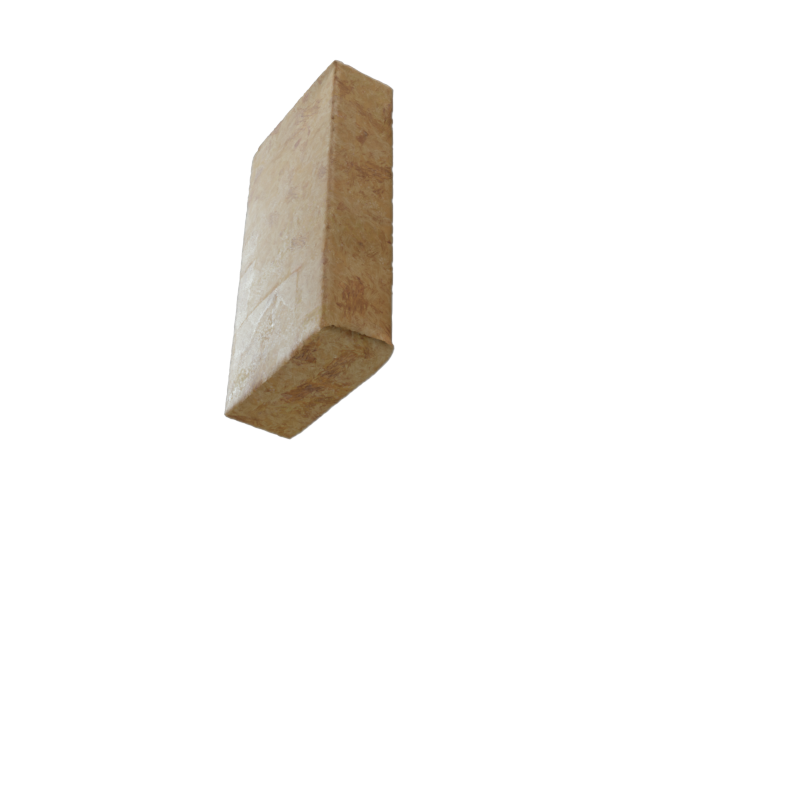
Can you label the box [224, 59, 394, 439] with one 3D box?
[{"bbox_3d":[-0.045,-0.081,0.565,0.046,0.189,0.092,21,-42,-29],"label":"box"}]
